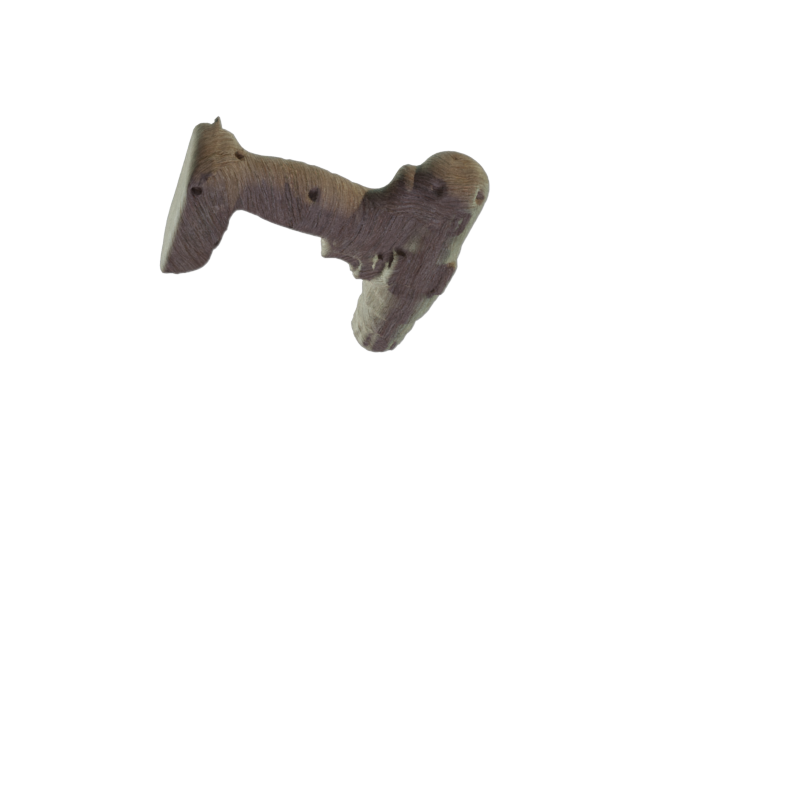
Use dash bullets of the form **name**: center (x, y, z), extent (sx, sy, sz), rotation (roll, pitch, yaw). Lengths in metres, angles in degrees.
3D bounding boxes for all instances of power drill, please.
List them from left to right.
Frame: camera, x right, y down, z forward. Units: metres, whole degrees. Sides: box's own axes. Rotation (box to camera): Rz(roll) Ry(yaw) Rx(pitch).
- **power drill**: center (-0.056, -0.102, 0.717), extent (0.184, 0.062, 0.176), rotation (10, -39, -14)
